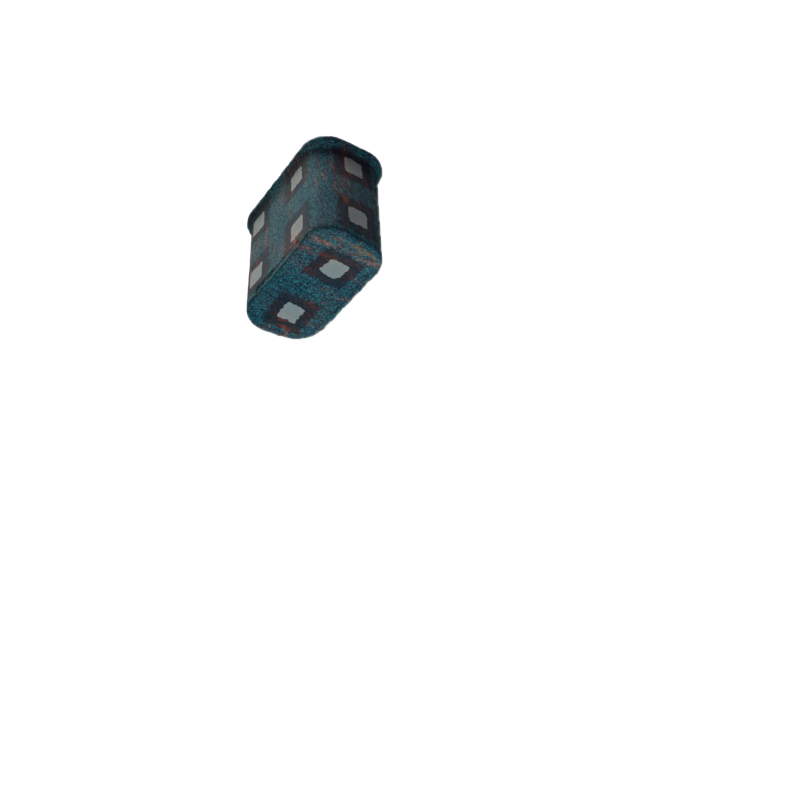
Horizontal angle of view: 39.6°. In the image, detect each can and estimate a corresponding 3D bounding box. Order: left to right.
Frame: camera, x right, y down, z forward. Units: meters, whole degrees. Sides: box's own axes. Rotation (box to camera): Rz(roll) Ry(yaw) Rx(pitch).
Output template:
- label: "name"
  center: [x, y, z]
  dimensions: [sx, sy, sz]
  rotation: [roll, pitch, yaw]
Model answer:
- label: "can"
  center: [-0.054, -0.098, 0.690]
  dimensions: [0.055, 0.090, 0.099]
  rotation: [24, -48, -26]
